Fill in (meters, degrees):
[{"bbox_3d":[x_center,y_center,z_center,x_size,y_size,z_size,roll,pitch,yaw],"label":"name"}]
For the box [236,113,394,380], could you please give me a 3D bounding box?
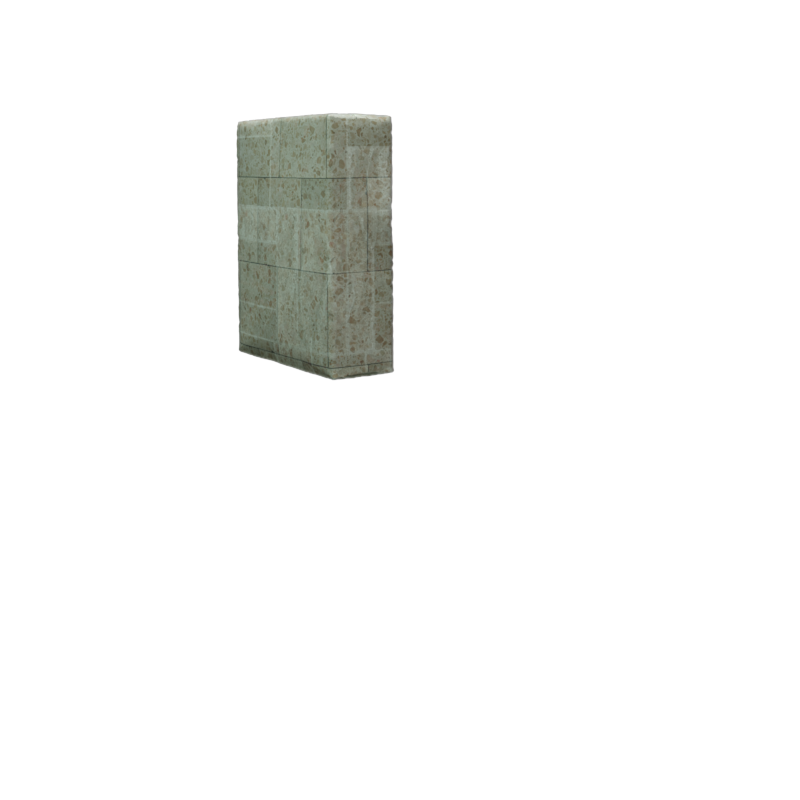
[{"bbox_3d":[-0.075,-0.137,0.960,0.069,0.211,0.172,-3,7,-34],"label":"box"}]
